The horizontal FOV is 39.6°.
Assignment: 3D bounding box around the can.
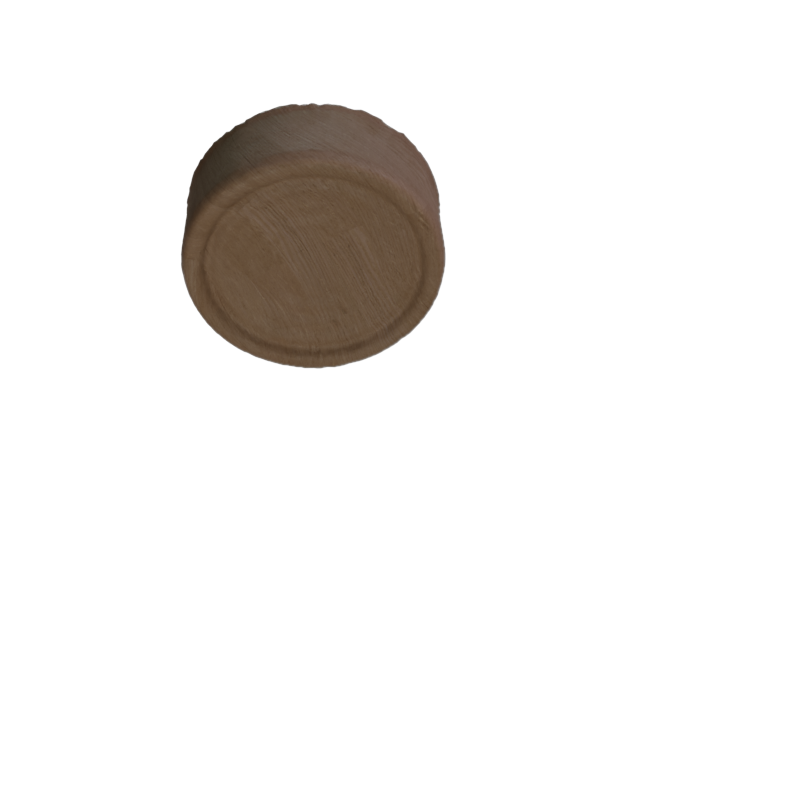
[{"bbox_3d":[-0.028,-0.052,0.363,0.086,0.080,0.036,1,39,-1],"label":"can"}]
